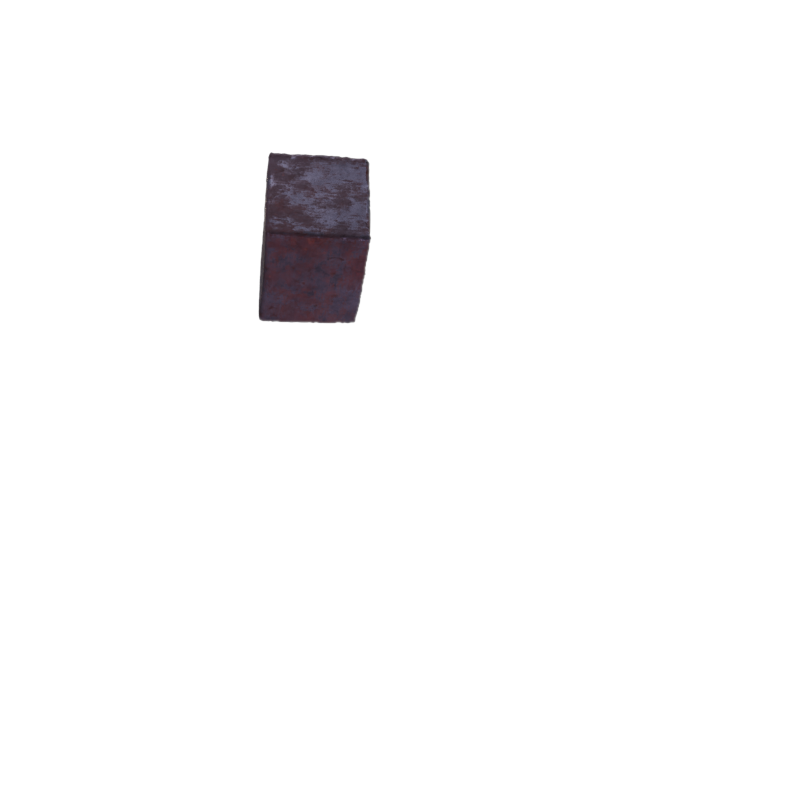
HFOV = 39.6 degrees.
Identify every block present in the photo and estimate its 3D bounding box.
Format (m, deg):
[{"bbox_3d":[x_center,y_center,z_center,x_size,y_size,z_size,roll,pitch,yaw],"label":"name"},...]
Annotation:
[{"bbox_3d":[-0.045,-0.082,0.571,0.052,0.055,0.073,3,-33,-7],"label":"block"}]
